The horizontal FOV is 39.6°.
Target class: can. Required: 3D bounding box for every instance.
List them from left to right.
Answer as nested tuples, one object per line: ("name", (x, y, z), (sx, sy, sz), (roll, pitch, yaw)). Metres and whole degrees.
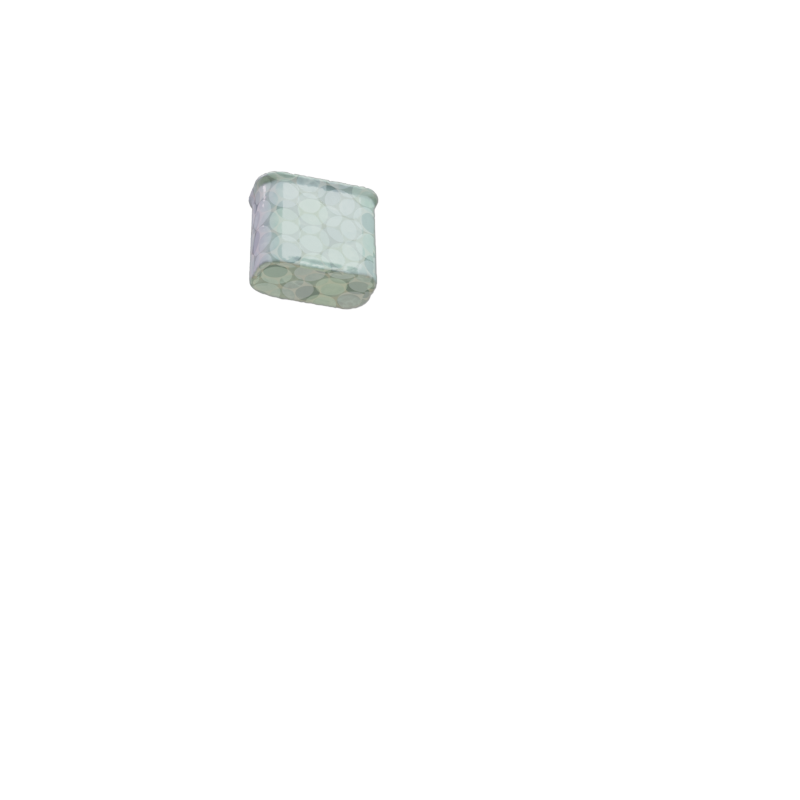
("can", (-0.068, -0.124, 0.870), (0.099, 0.089, 0.055), (8, -33, -16))
